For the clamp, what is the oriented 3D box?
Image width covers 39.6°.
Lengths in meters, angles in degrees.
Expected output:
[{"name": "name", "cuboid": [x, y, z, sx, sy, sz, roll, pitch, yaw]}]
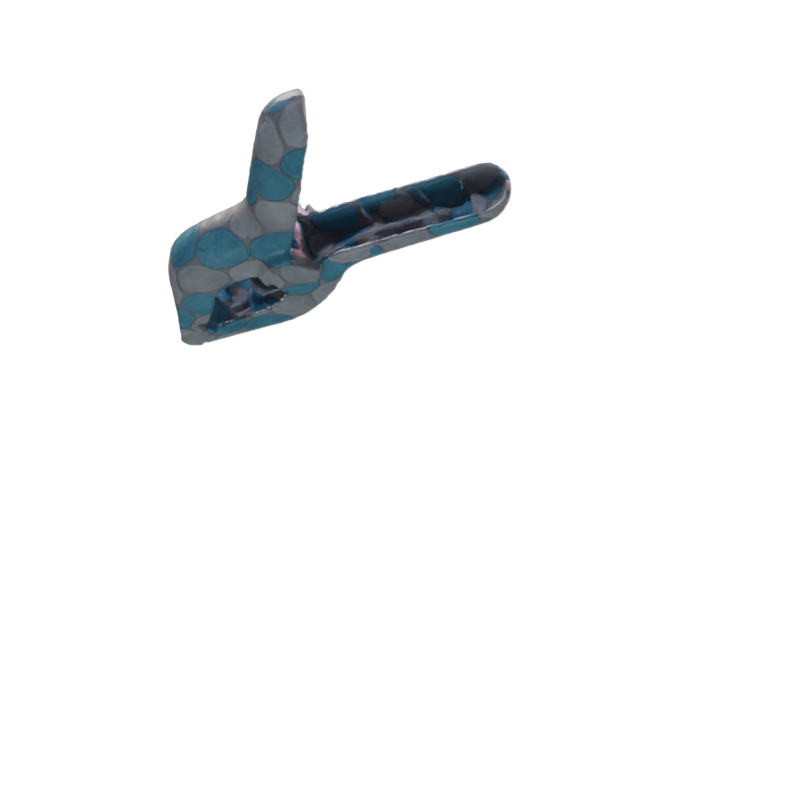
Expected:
[{"name": "clamp", "cuboid": [-0.038, -0.069, 0.484, 0.115, 0.042, 0.169, 14, -29, -28]}]
